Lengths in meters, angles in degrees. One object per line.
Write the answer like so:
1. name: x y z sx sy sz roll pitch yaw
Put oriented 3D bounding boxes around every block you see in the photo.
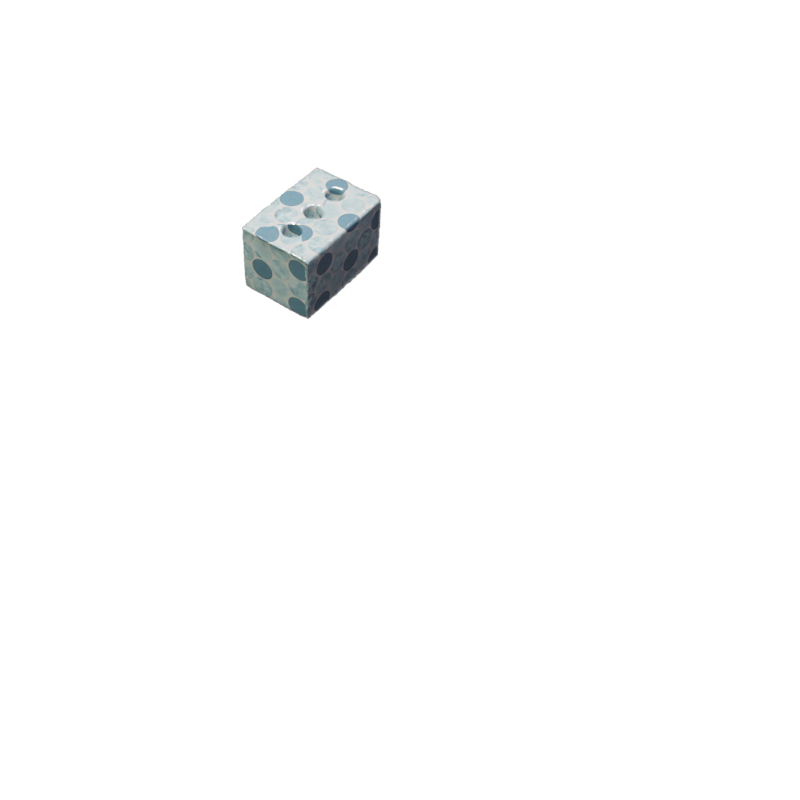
1. block: -0.055 -0.100 0.700 0.055 0.048 0.079 27 51 22
